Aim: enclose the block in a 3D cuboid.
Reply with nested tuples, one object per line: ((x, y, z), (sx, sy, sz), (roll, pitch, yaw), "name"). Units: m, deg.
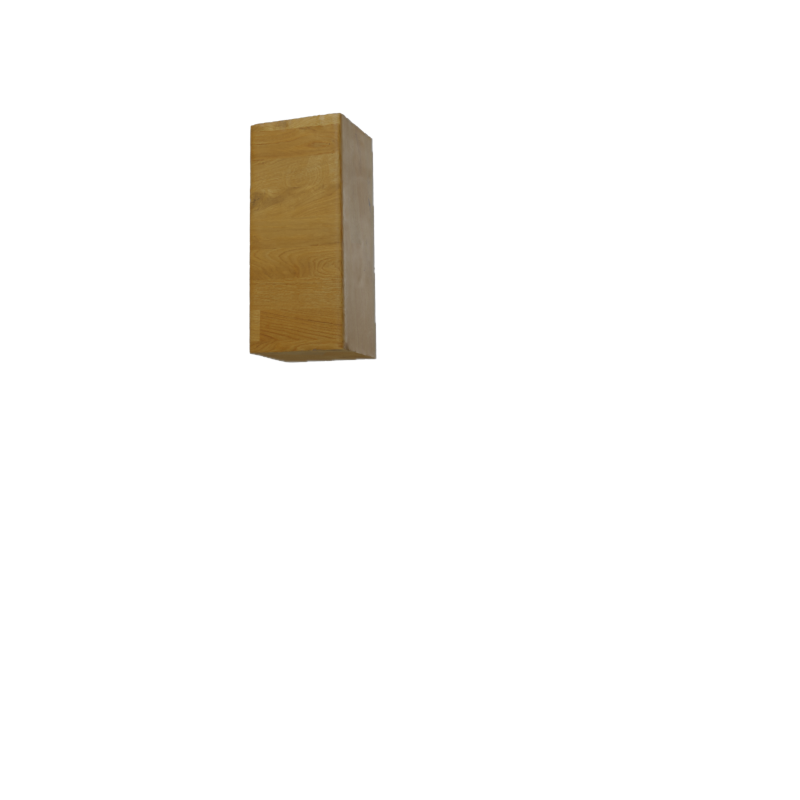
((-0.078, -0.142, 0.995), (0.093, 0.212, 0.086), (-5, -11, 20), "block")
